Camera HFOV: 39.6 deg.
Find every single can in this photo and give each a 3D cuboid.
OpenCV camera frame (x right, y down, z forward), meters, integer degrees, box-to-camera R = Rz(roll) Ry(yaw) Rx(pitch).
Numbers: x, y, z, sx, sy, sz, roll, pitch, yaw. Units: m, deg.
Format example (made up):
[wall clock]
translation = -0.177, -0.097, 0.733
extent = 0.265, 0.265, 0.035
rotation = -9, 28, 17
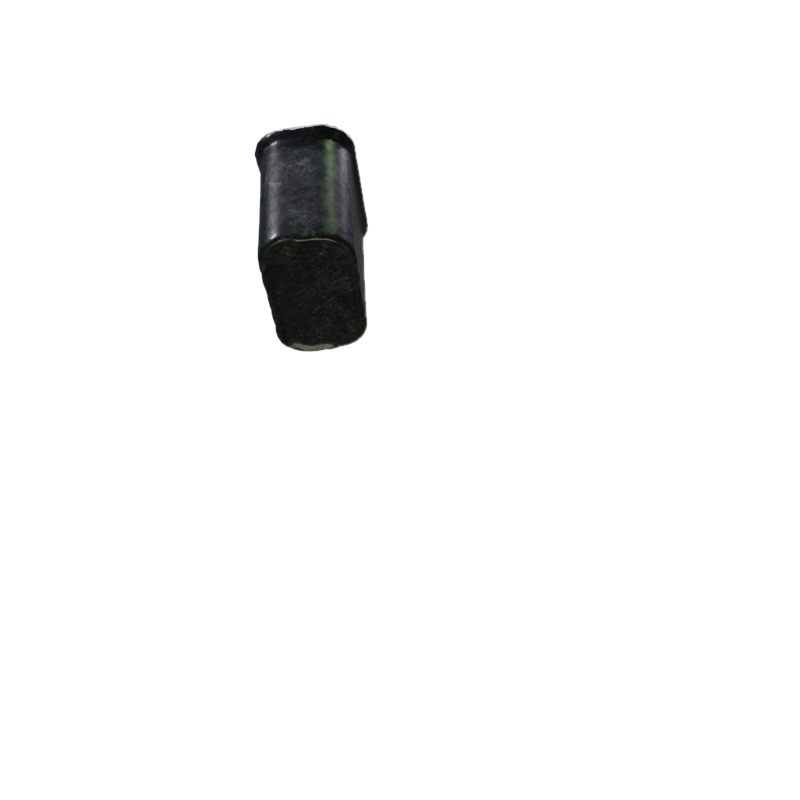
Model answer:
[can]
translation = -0.049, -0.089, 0.626
extent = 0.058, 0.090, 0.094
rotation = -5, -39, 4
